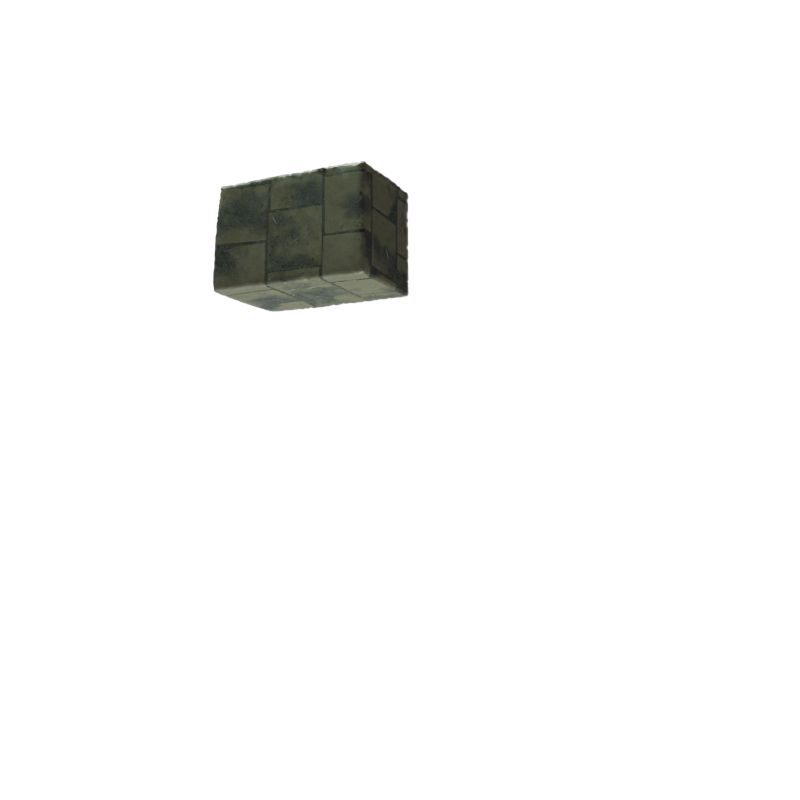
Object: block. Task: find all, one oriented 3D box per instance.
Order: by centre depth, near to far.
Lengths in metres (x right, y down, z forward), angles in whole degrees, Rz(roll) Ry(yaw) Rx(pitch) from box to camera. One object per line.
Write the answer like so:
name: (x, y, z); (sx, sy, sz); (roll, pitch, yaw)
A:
block: (-0.041, -0.074, 0.518); (0.080, 0.053, 0.050); (-5, -13, 25)
